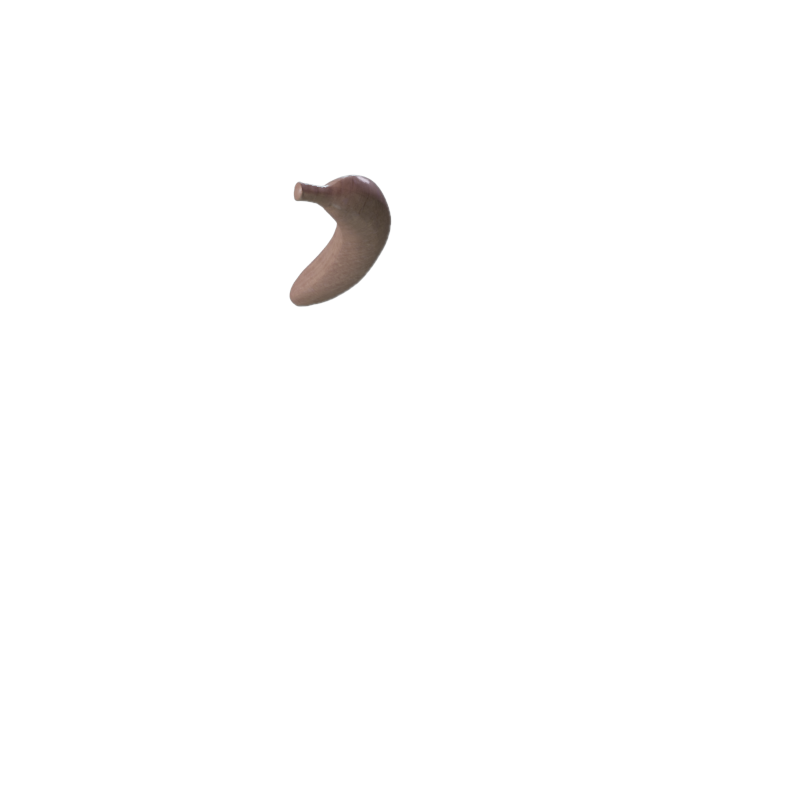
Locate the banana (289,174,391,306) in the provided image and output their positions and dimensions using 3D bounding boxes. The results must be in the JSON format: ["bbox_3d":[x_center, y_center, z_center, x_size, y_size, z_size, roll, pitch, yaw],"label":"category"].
[{"bbox_3d":[-0.043,-0.114,0.791,0.069,0.039,0.189,1,-19,-5],"label":"banana"}]
